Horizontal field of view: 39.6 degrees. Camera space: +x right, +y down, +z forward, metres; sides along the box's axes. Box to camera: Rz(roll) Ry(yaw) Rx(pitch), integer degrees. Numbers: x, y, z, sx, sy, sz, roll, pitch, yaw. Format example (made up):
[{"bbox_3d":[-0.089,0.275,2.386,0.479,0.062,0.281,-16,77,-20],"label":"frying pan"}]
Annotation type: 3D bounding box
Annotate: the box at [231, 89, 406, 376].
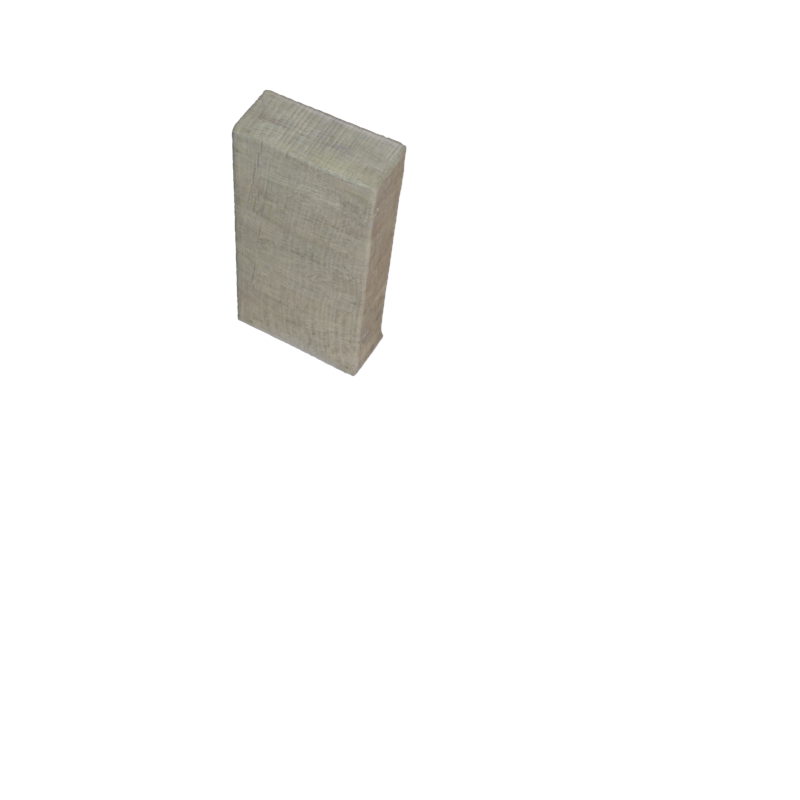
[{"bbox_3d":[-0.053,-0.095,0.668,0.097,0.050,0.165,26,-32,14],"label":"box"}]
